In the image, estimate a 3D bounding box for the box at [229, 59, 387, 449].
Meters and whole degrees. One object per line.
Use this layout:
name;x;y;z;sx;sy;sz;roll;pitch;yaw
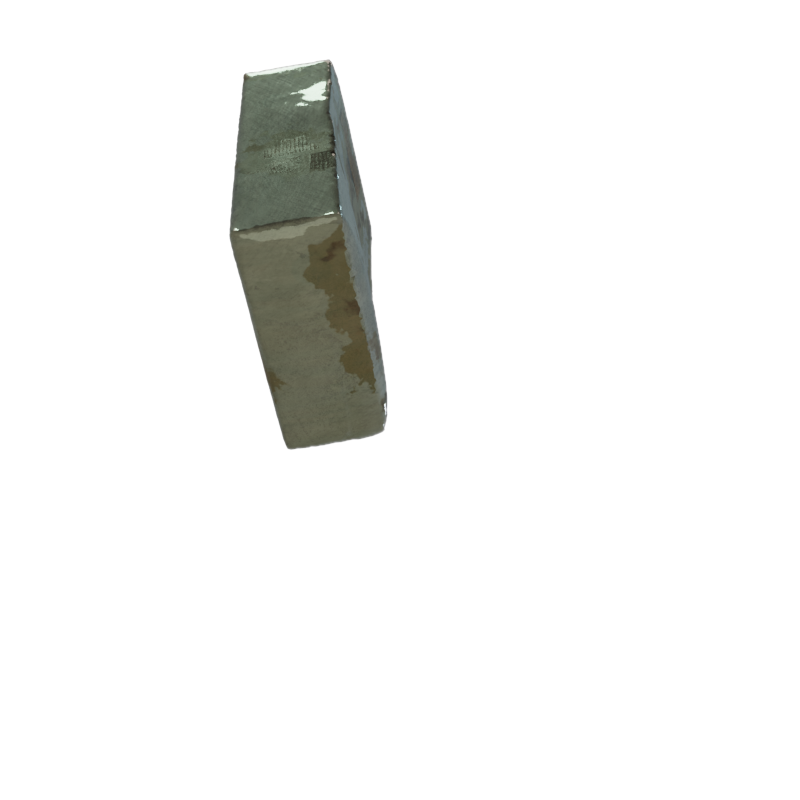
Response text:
box;-0.056;-0.103;0.721;0.072;0.153;0.229;-9;37;3
